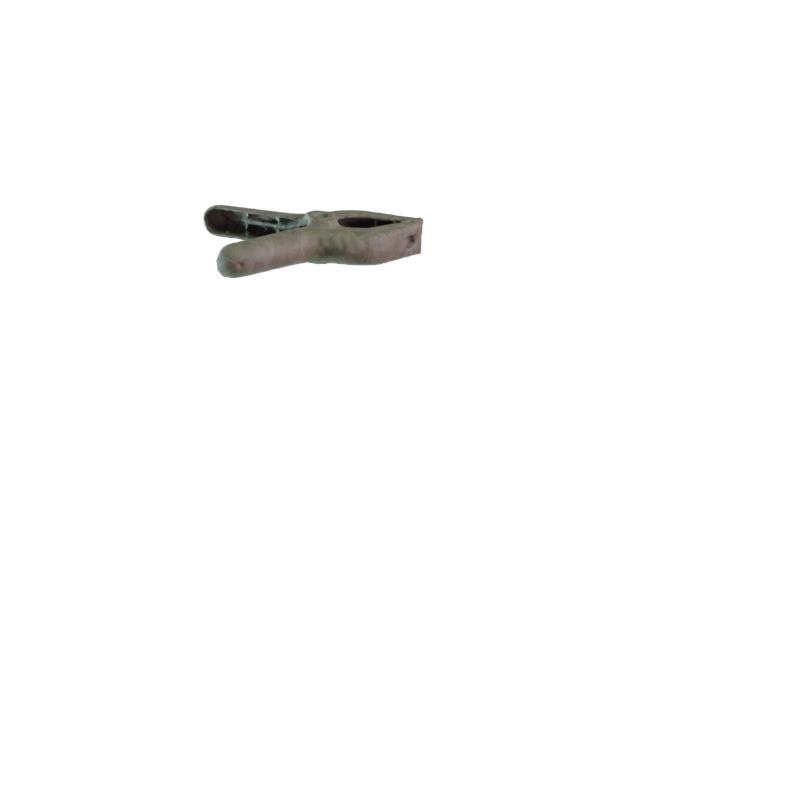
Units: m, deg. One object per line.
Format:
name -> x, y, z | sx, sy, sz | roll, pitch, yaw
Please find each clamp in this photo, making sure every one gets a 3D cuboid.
clamp -> -0.065, -0.119, 0.833 | 0.171, 0.037, 0.128 | -1, 30, -3
